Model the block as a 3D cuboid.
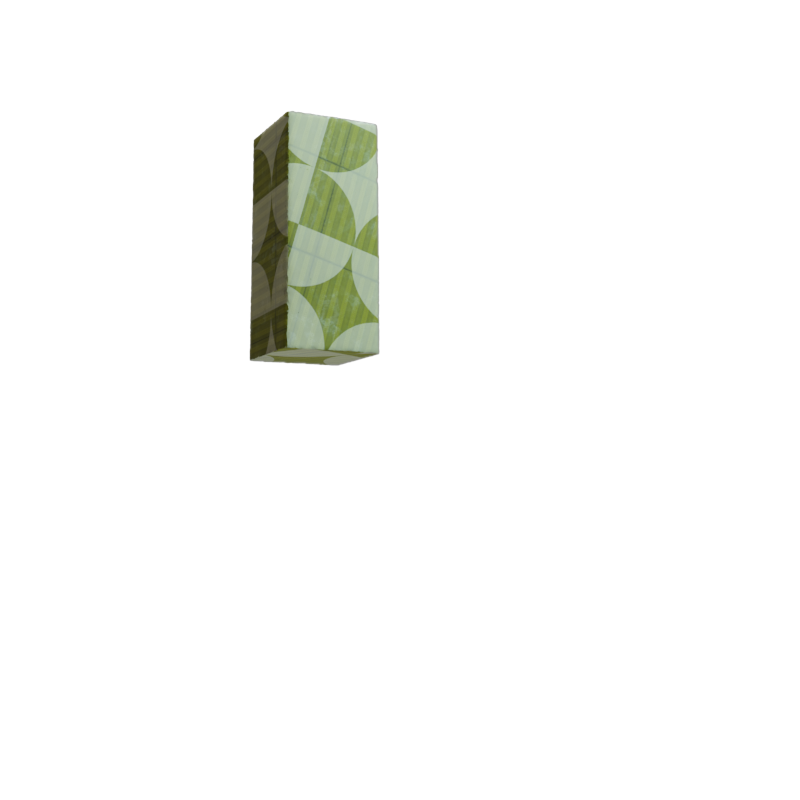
[{"bbox_3d":[-0.076,-0.141,0.985,0.087,0.213,0.091,5,-14,-26],"label":"block"}]
